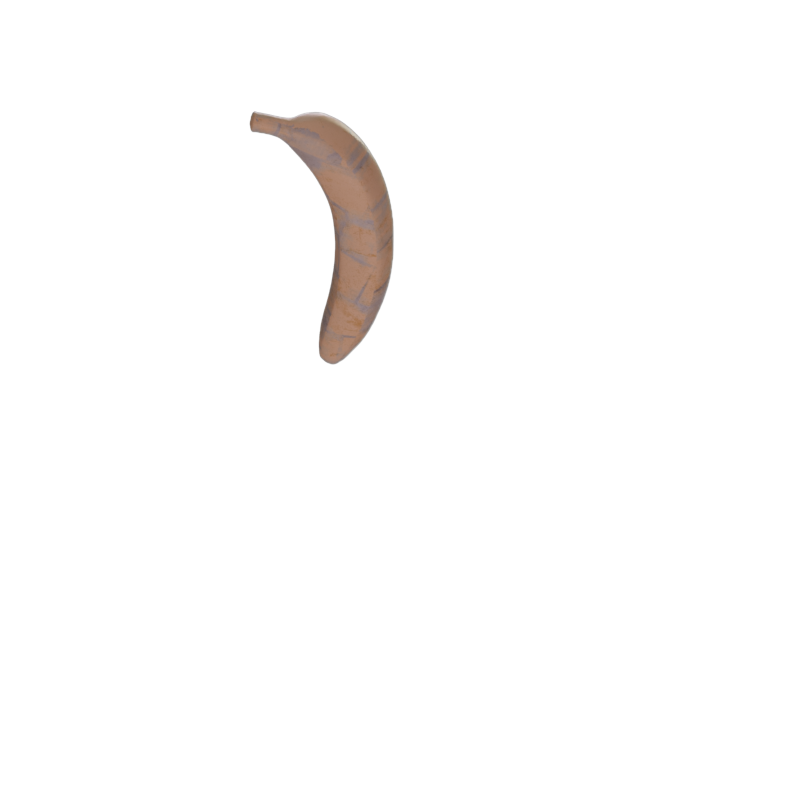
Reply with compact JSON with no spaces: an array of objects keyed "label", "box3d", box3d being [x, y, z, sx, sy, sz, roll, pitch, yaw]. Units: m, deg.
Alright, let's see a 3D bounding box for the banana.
[{"label":"banana","box3d":[-0.038,-0.107,0.699,0.070,0.184,0.039,-10,36,6]}]
